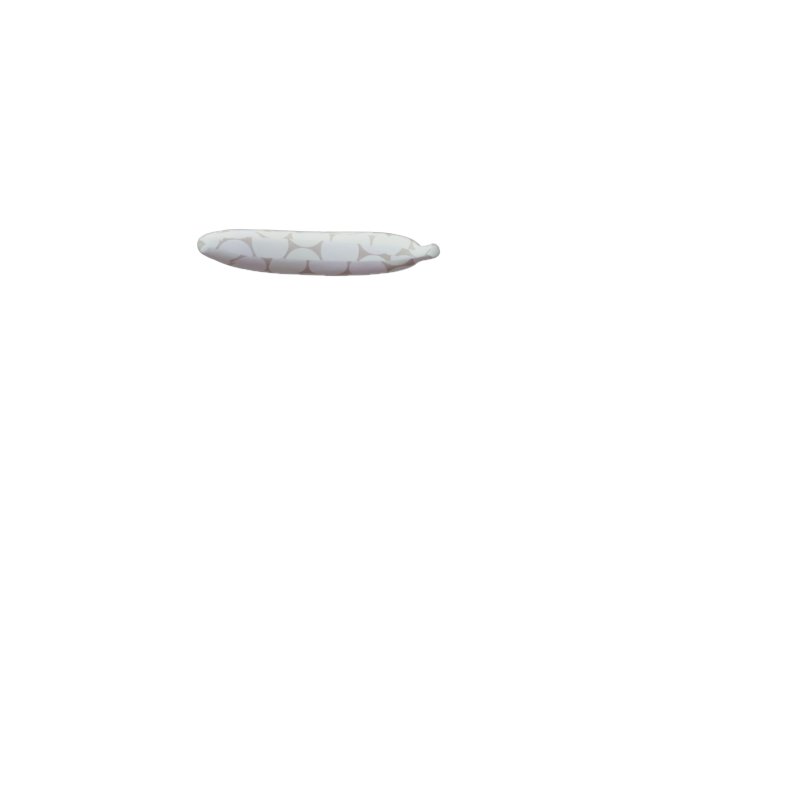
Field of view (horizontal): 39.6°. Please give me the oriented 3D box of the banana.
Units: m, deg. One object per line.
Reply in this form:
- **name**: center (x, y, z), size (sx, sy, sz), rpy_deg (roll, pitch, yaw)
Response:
- **banana**: center (-0.069, -0.127, 0.932), size (0.198, 0.038, 0.067), rpy_deg (0, -12, 0)
